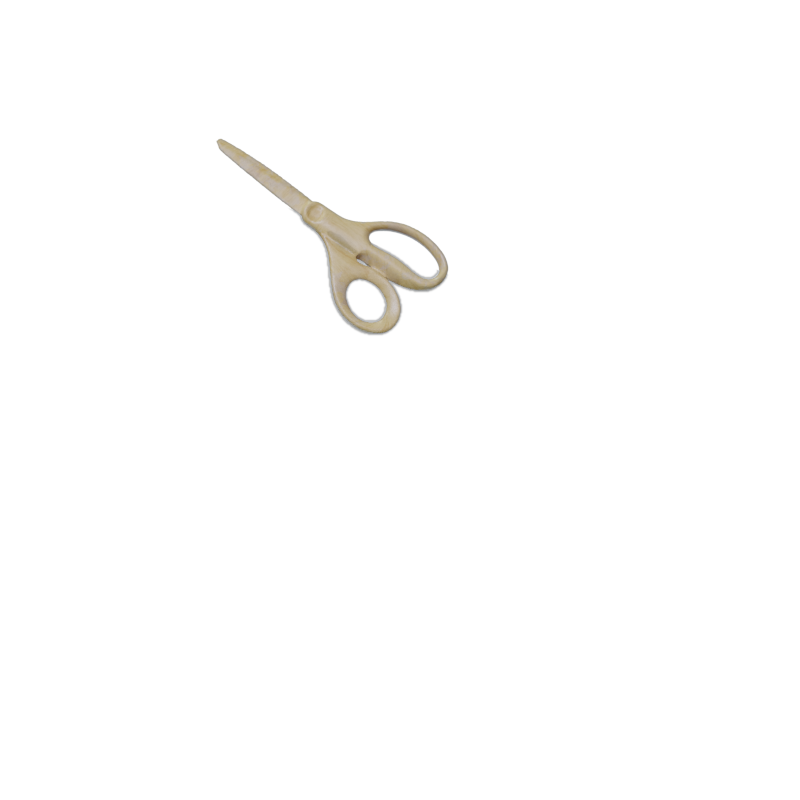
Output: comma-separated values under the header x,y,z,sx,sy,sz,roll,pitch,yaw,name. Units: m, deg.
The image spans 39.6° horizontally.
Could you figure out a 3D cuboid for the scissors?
x,y,z,sx,sy,sz,roll,pitch,yaw,name
-0.065,-0.118,0.827,0.205,0.099,0.015,23,-16,7,scissors
